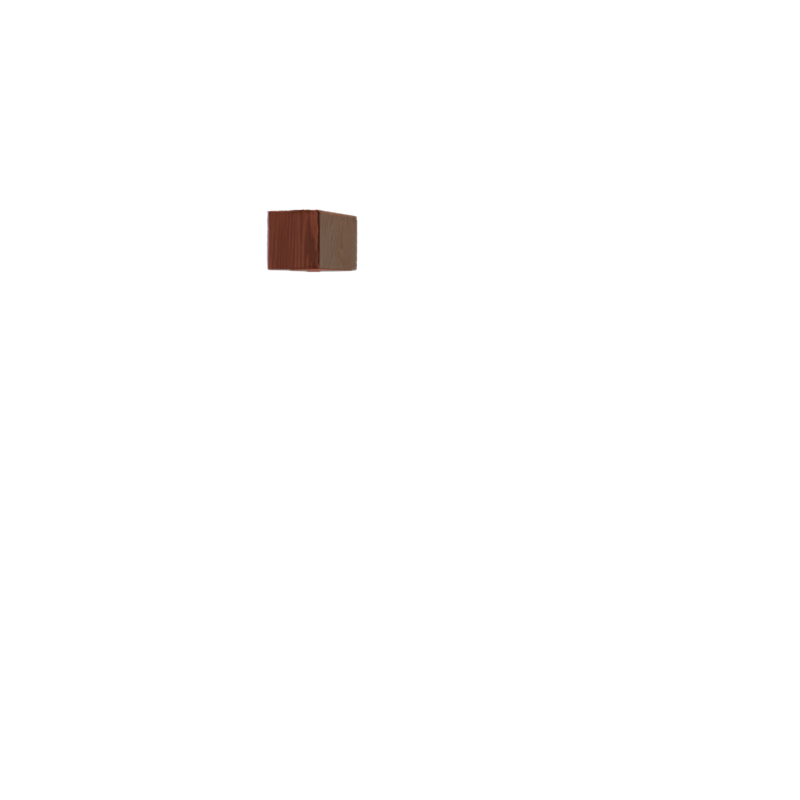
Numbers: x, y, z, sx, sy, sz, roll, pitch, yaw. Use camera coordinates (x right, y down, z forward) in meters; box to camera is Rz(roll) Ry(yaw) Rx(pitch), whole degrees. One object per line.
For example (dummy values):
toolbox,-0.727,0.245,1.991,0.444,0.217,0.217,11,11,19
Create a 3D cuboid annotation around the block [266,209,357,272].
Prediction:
block,-0.076,-0.139,0.975,0.054,0.051,0.076,0,2,24
